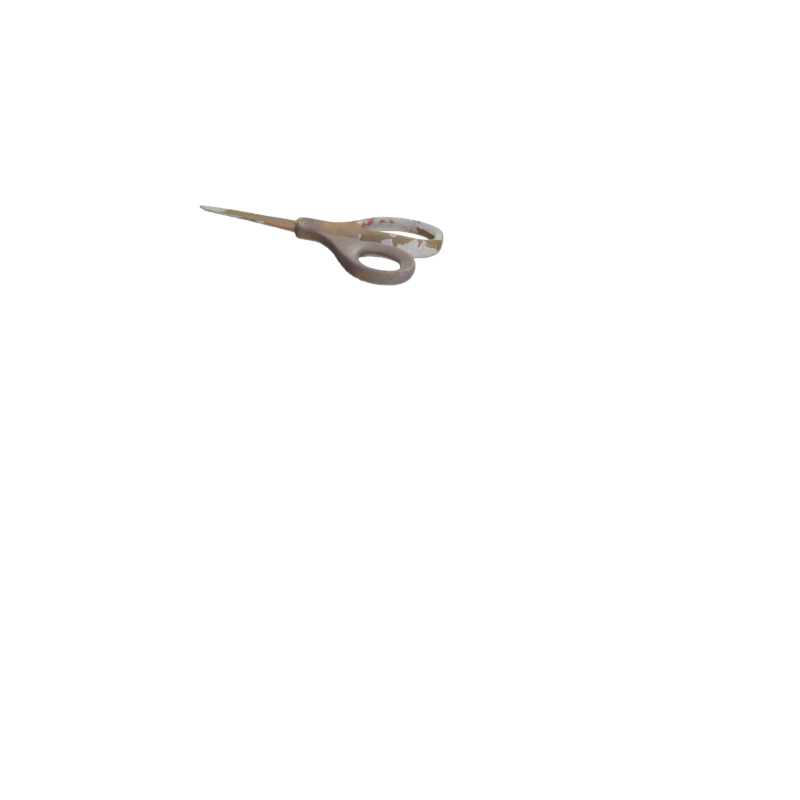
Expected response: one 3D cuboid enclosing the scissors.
[{"bbox_3d":[-0.068,-0.124,0.870,0.203,0.015,0.102,4,36,6],"label":"scissors"}]
